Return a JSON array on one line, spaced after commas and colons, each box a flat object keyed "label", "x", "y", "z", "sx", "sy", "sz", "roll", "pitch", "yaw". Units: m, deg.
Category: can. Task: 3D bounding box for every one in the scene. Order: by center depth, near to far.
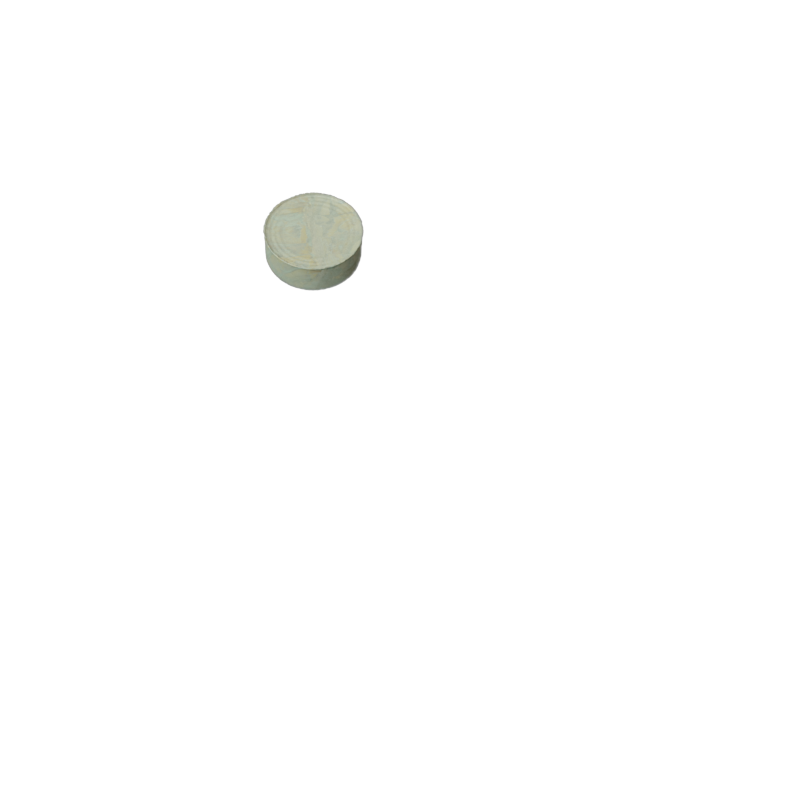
[{"label": "can", "x": -0.075, "y": -0.137, "z": 0.961, "sx": 0.086, "sy": 0.092, "sz": 0.031, "roll": -1, "pitch": -36, "yaw": -1}]
